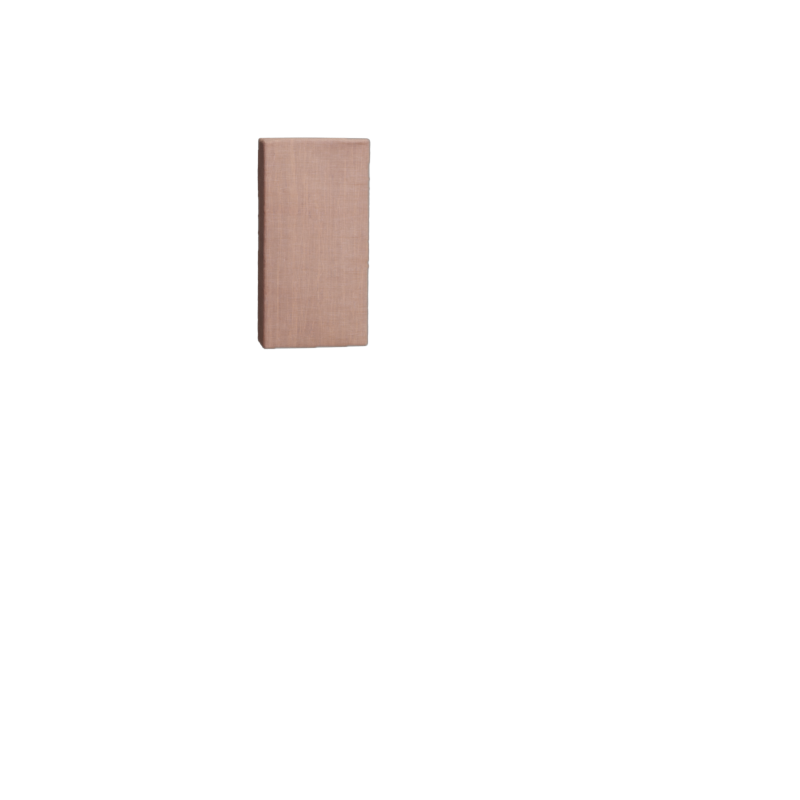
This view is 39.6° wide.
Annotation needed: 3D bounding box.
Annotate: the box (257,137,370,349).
[{"bbox_3d":[-0.074,-0.134,0.940,0.092,0.173,0.050,-1,9,-11],"label":"box"}]
